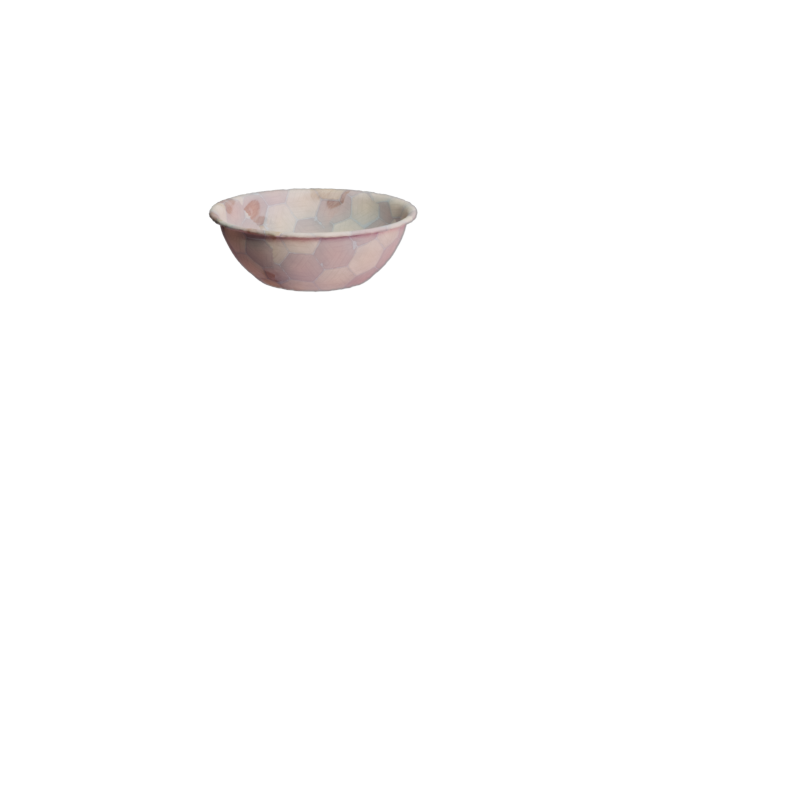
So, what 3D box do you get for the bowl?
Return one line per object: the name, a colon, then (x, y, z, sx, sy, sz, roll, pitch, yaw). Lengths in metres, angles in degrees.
bowl: (-0.068, -0.124, 0.865, 0.162, 0.053, 0.169, -1, 22, -2)
